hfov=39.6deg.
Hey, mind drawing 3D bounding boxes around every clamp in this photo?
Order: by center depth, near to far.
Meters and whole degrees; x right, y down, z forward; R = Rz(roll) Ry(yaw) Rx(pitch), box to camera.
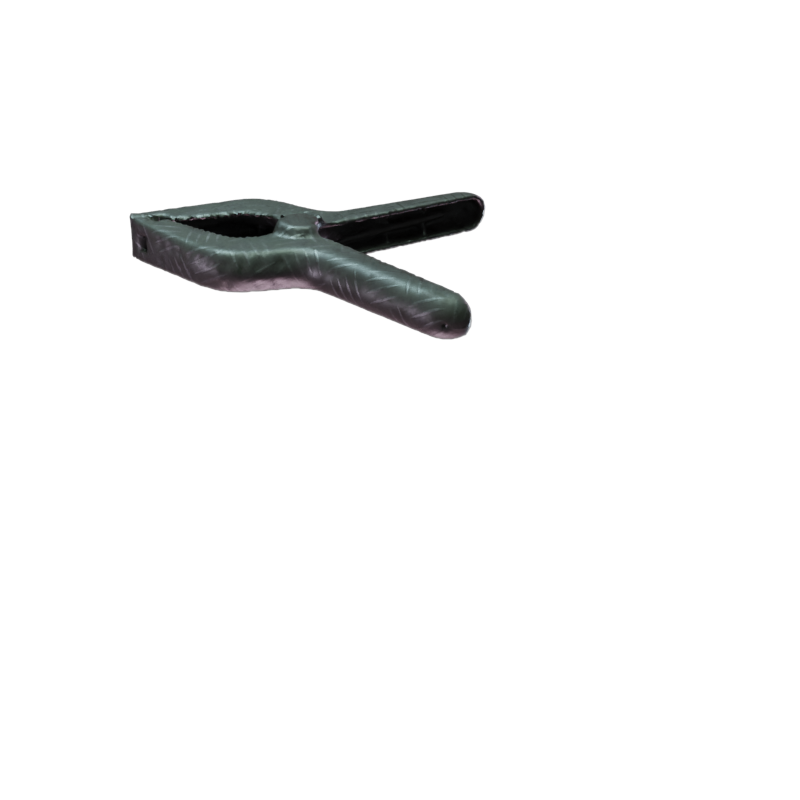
[{"bbox_3d":[-0.050,-0.092,0.641,0.215,0.034,0.170,8,29,14],"label":"clamp"}]
